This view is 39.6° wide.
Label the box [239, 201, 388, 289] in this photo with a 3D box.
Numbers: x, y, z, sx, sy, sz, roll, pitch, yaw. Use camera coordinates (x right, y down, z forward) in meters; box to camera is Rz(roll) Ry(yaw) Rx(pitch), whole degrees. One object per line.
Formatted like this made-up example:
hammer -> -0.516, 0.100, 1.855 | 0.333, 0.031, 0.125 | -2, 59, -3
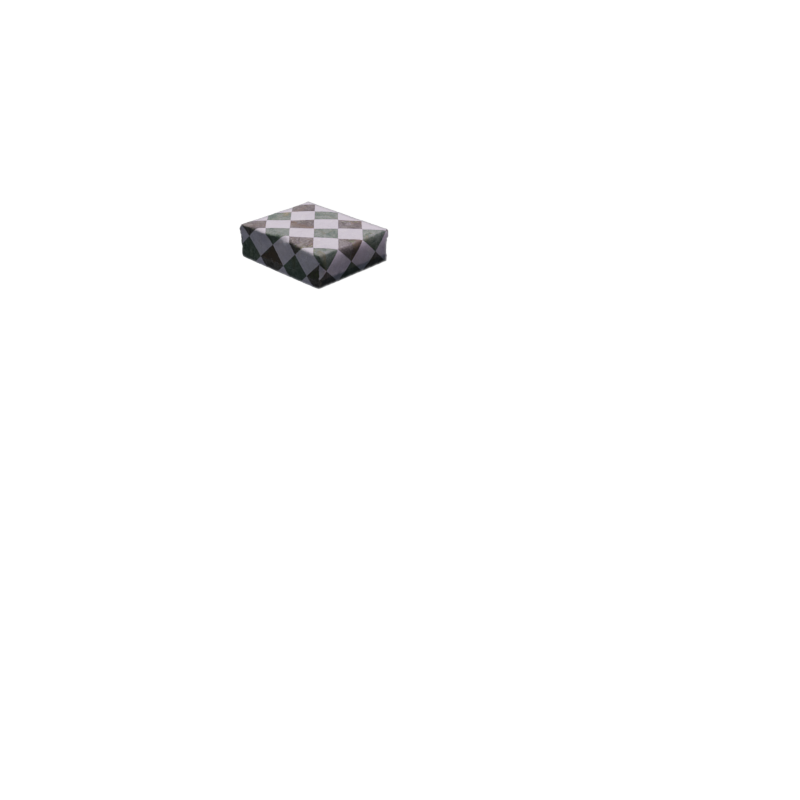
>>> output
box -> -0.066, -0.120, 0.840 | 0.095, 0.029, 0.072 | 26, 37, 38
